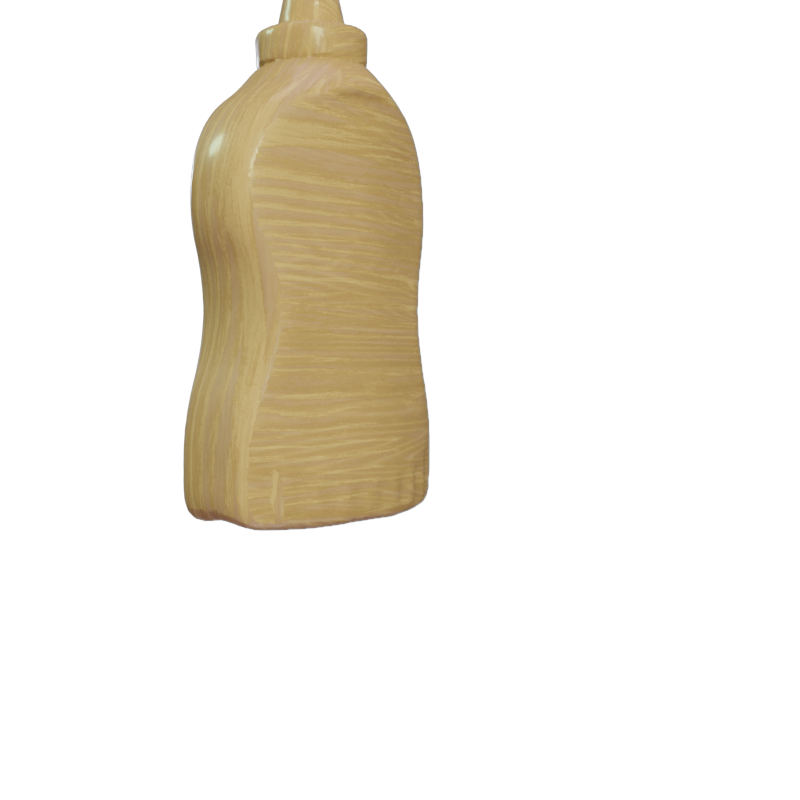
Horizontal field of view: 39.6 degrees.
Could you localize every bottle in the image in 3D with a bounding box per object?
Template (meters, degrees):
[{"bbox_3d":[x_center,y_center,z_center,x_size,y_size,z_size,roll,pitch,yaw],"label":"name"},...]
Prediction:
[{"bbox_3d":[-0.031,-0.057,0.396,0.060,0.194,0.092,-5,-6,45],"label":"bottle"}]
